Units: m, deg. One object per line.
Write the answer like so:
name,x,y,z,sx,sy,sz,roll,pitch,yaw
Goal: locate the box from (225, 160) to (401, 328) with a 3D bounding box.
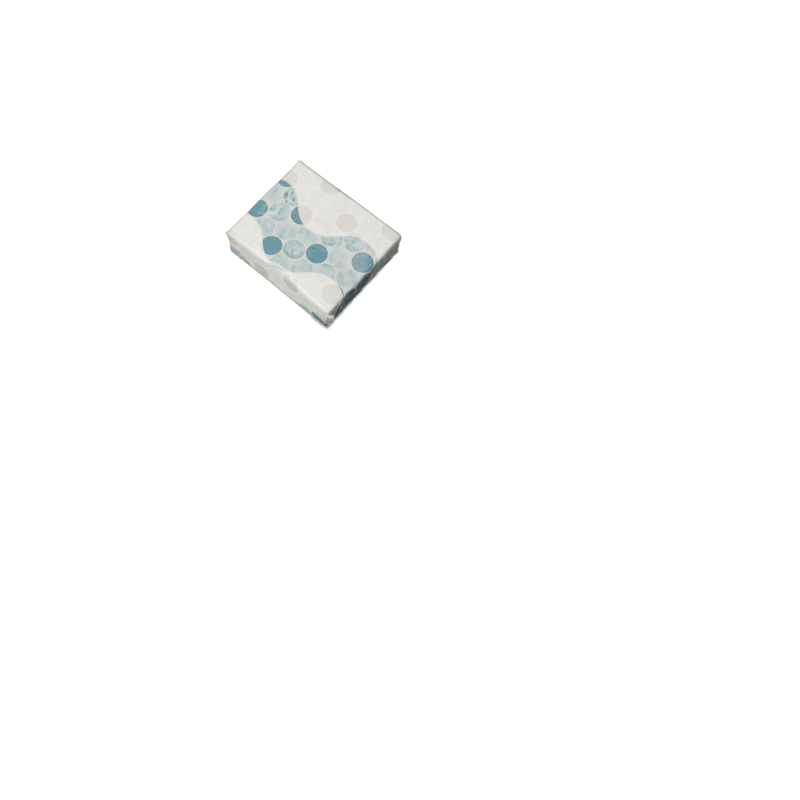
box,-0.056,-0.103,0.720,0.093,0.074,0.029,38,-19,15
